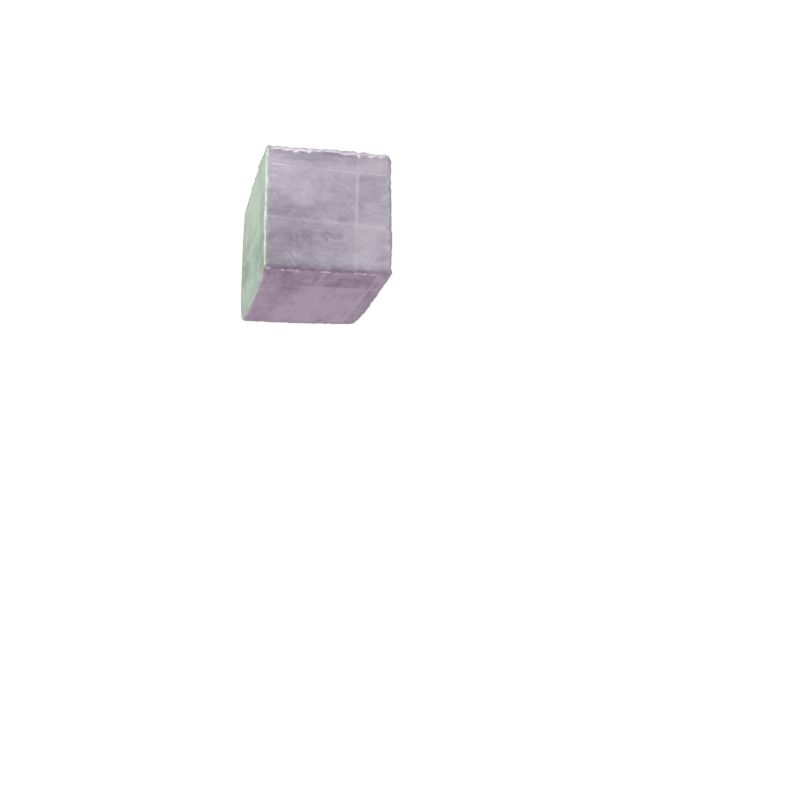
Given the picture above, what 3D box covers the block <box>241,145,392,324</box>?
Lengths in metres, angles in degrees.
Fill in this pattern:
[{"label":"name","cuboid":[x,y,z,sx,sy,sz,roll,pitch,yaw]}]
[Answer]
[{"label":"block","cuboid":[-0.037,-0.067,0.467,0.052,0.053,0.076,3,-15,-13]}]
